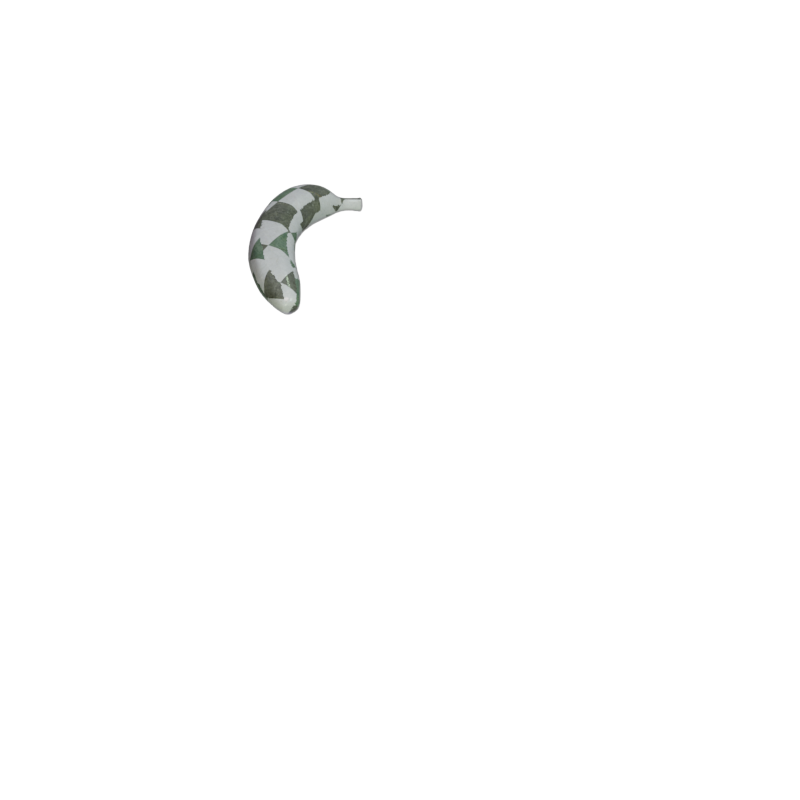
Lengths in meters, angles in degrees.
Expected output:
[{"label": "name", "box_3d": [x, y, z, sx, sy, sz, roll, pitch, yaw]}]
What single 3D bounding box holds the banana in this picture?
[{"label": "banana", "box_3d": [-0.088, -0.134, 0.908, 0.071, 0.034, 0.206, 8, 36, 11]}]
